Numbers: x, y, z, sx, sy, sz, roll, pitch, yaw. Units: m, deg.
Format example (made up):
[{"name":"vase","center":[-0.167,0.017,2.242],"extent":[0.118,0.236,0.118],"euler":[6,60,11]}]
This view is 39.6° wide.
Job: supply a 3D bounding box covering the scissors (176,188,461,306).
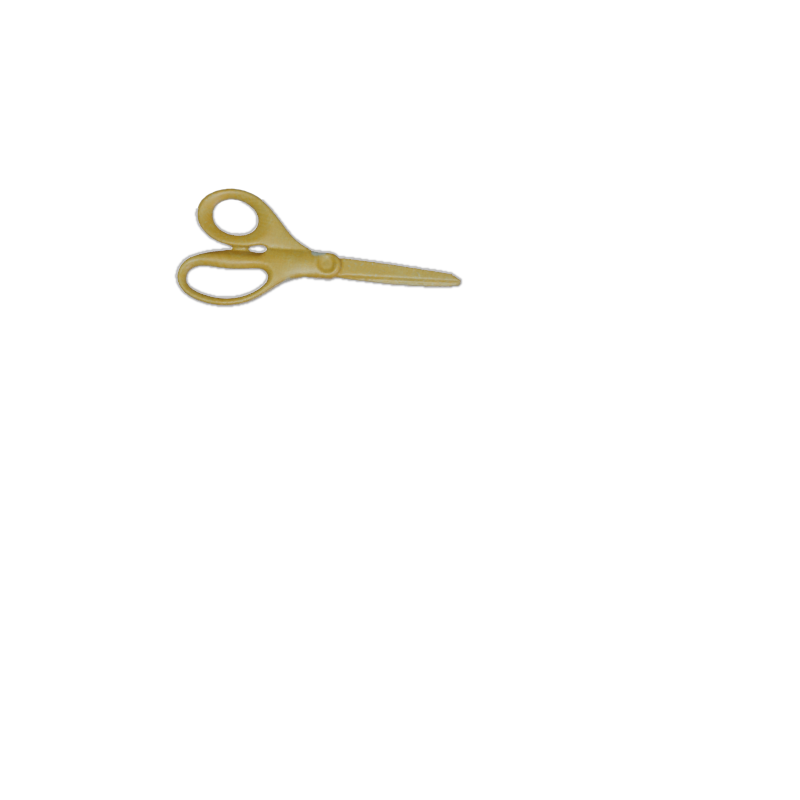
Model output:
[{"name":"scissors","center":[-0.063,-0.115,0.806],"extent":[0.201,0.100,0.015],"euler":[-8,-15,-2]}]
